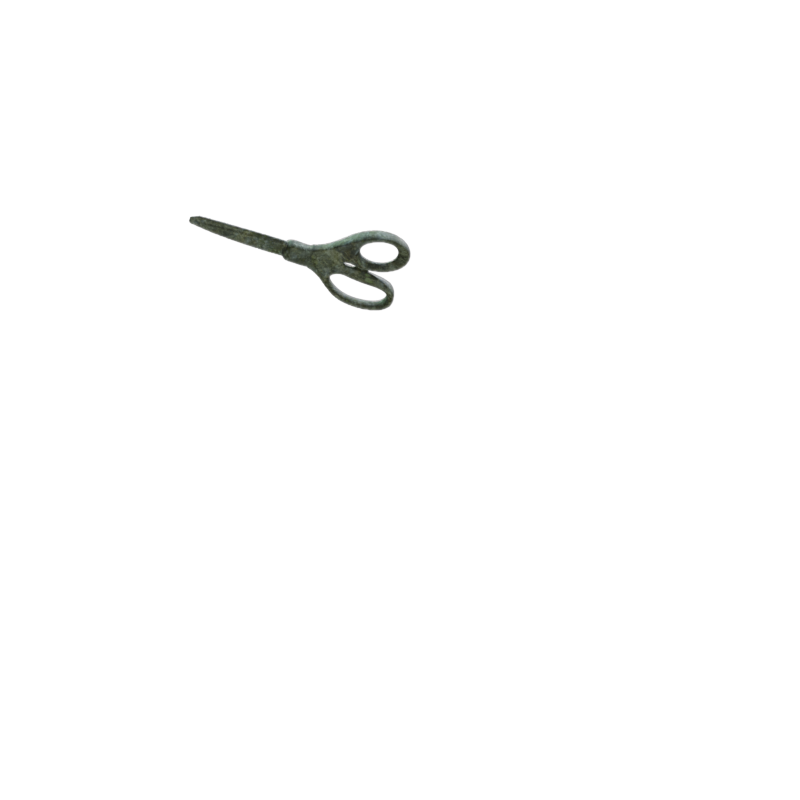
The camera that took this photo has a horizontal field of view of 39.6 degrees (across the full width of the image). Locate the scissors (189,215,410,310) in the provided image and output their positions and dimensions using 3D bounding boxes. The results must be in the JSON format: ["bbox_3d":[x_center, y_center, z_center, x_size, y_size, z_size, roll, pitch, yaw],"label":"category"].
[{"bbox_3d":[-0.077,-0.140,0.979,0.191,0.017,0.094,29,-53,-25],"label":"scissors"}]
